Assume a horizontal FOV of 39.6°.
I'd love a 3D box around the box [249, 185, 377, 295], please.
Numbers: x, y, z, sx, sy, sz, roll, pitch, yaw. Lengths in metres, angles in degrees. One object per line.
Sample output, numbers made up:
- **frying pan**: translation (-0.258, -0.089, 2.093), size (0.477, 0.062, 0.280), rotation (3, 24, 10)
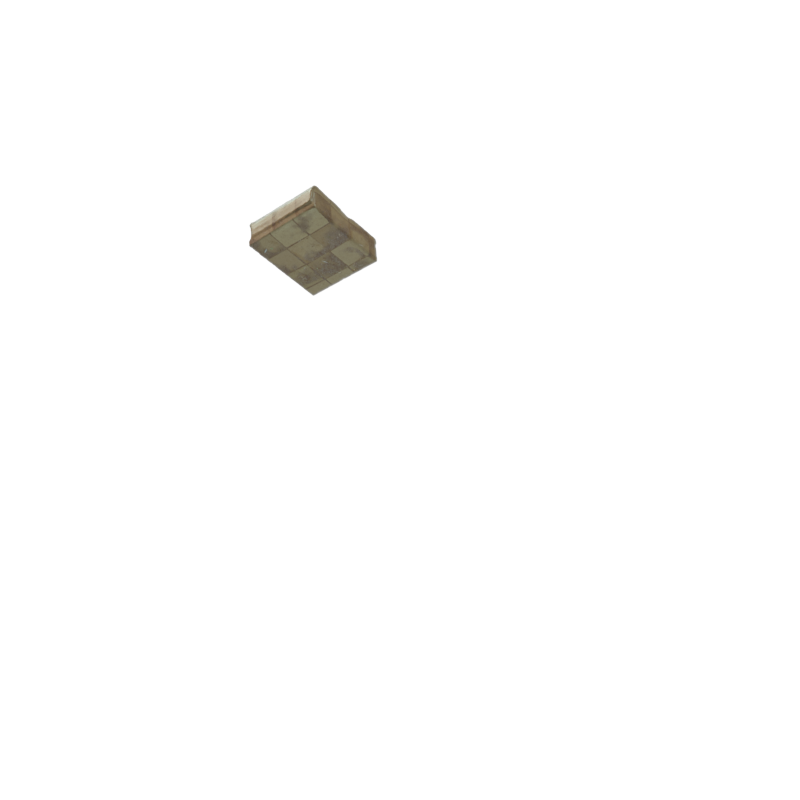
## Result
- **box**: translation (-0.075, -0.137, 0.957), size (0.073, 0.032, 0.083), rotation (-27, -47, 28)
